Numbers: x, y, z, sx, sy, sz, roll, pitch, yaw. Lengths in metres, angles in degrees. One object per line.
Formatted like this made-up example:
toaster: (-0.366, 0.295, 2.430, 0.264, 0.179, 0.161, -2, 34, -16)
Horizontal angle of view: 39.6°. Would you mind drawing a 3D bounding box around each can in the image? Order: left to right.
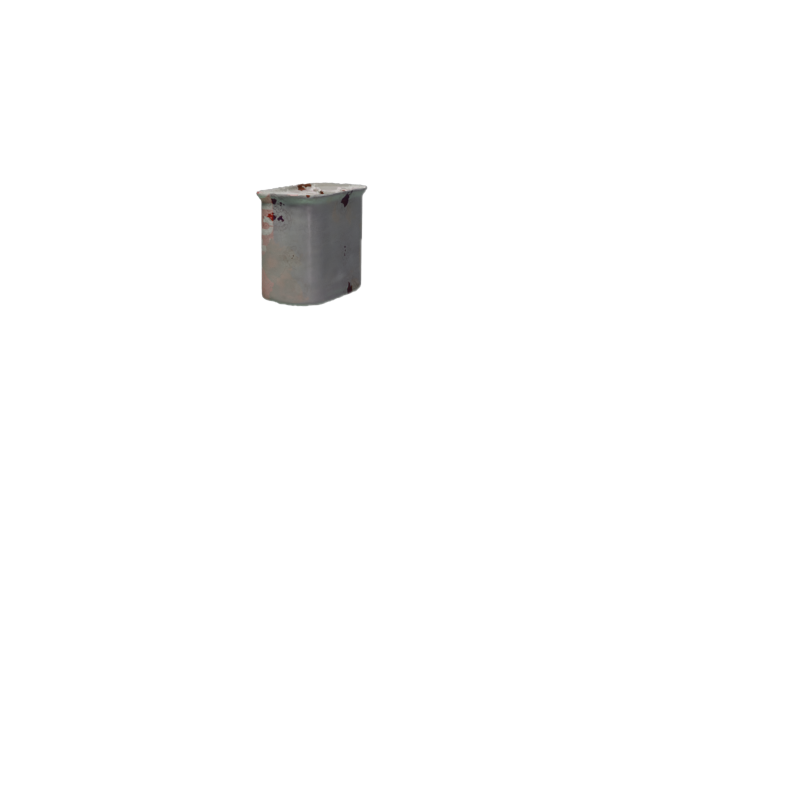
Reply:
can: (-0.067, -0.123, 0.860, 0.059, 0.082, 0.101, 6, 14, 24)
